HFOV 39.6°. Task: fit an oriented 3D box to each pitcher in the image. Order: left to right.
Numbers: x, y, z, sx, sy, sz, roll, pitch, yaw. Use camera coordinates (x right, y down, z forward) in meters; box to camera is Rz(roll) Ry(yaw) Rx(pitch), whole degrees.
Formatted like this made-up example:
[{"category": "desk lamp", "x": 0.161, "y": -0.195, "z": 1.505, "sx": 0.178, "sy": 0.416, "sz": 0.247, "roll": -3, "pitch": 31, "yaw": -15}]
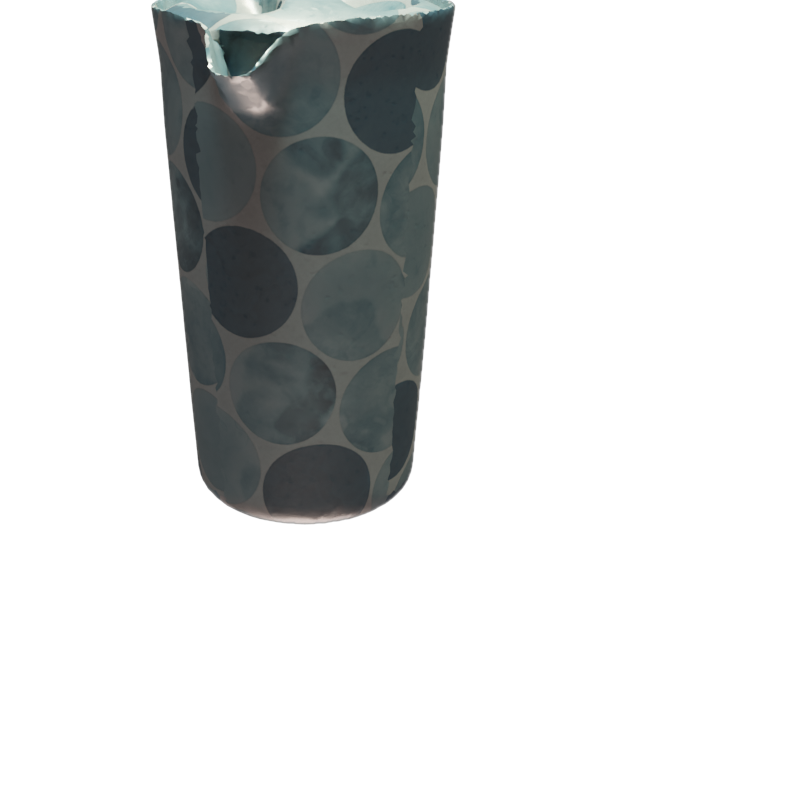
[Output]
[{"category": "pitcher", "x": -0.042, "y": -0.076, "z": 0.533, "sx": 0.146, "sy": 0.232, "sz": 0.155, "roll": -10, "pitch": 24, "yaw": -28}]
